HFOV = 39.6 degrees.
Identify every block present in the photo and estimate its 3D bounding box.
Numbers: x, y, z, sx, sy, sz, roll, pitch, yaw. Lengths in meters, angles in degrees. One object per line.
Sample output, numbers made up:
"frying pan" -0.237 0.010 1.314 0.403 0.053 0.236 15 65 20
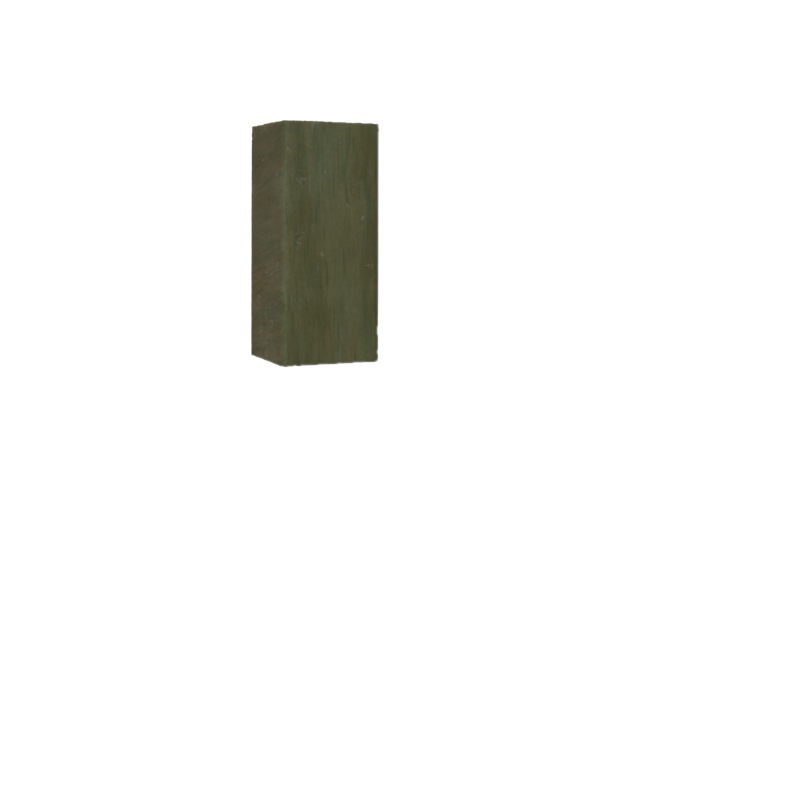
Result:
"block" -0.077 -0.140 0.979 0.088 0.205 0.093 -1 3 -24
